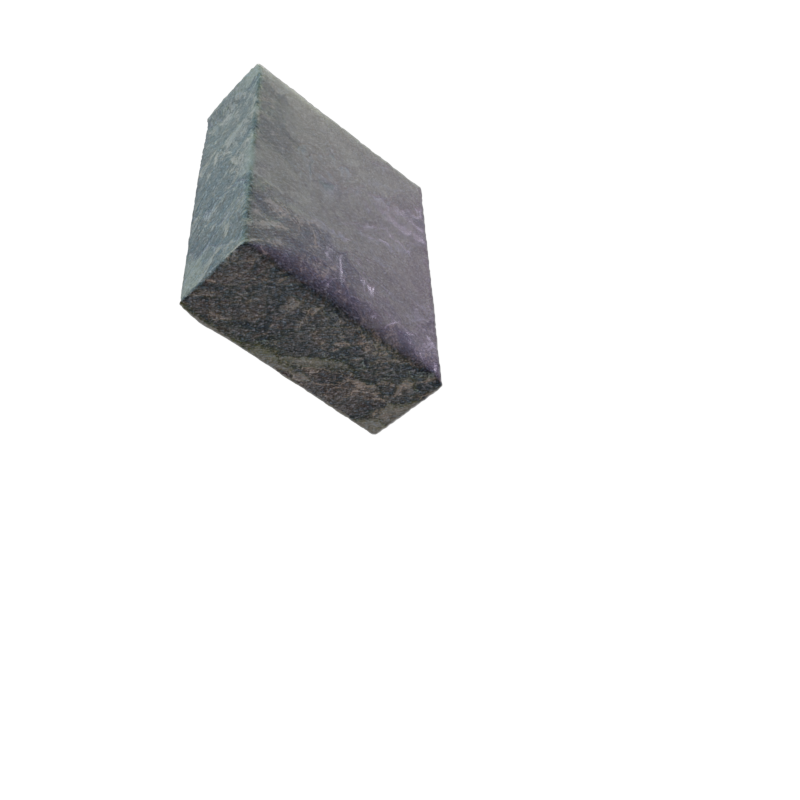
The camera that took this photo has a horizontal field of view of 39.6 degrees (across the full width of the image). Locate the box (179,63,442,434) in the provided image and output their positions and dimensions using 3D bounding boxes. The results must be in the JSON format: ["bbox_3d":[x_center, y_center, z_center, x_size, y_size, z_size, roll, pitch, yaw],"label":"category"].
[{"bbox_3d":[-0.058,-0.106,0.742,0.155,0.229,0.071,33,-58,-28],"label":"box"}]
